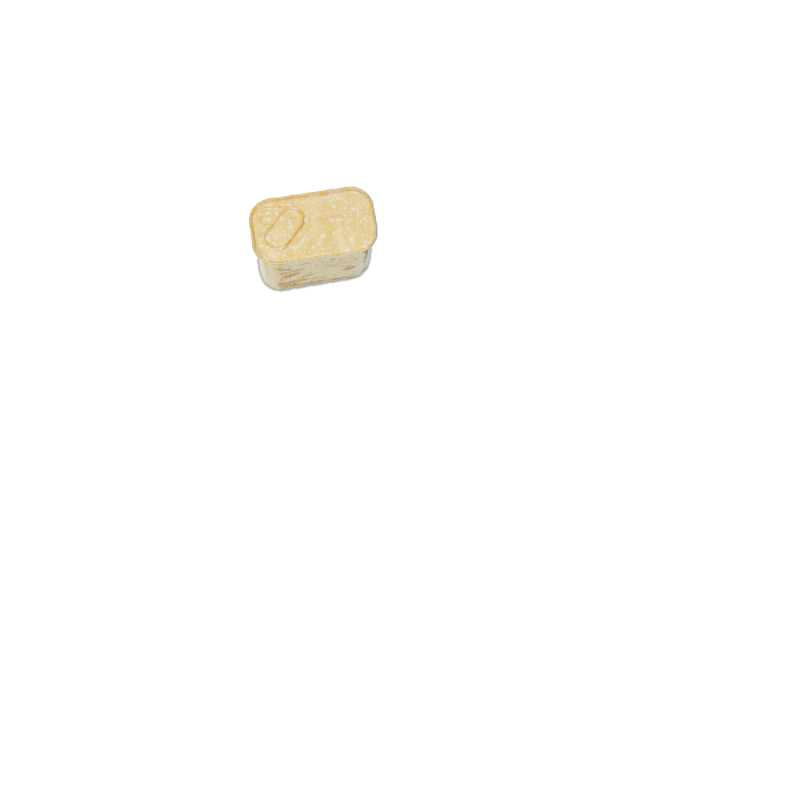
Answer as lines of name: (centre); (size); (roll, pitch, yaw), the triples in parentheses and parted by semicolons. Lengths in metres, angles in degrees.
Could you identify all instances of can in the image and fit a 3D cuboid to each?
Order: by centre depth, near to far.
can: (-0.073, -0.133, 0.930); (0.101, 0.060, 0.081); (-9, -13, -4)
